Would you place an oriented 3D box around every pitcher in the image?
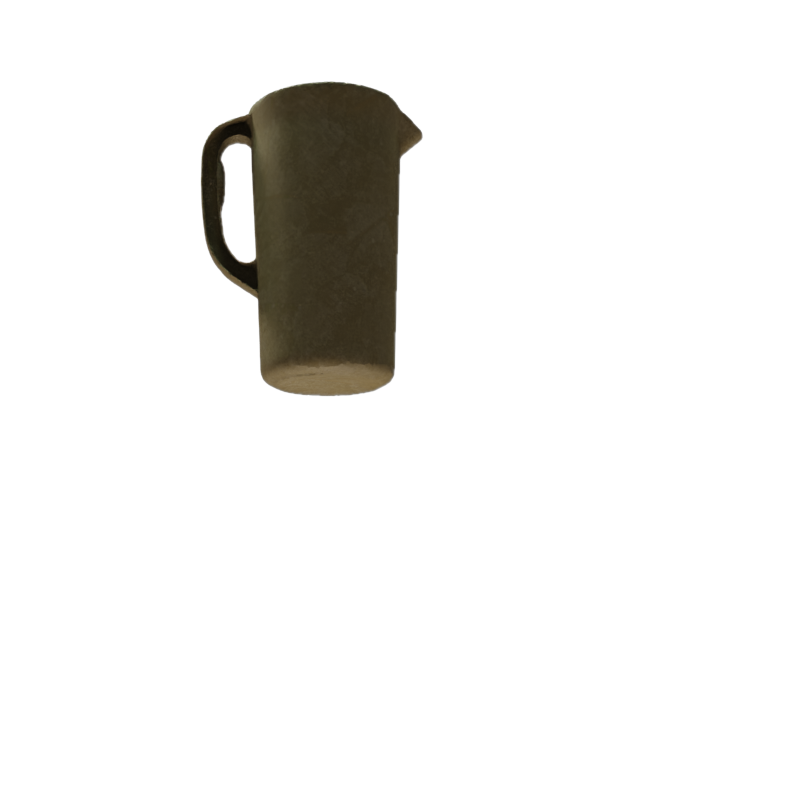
[{"bbox_3d":[-0.072,-0.132,0.922,0.152,0.253,0.136,-14,-20,38],"label":"pitcher"}]
